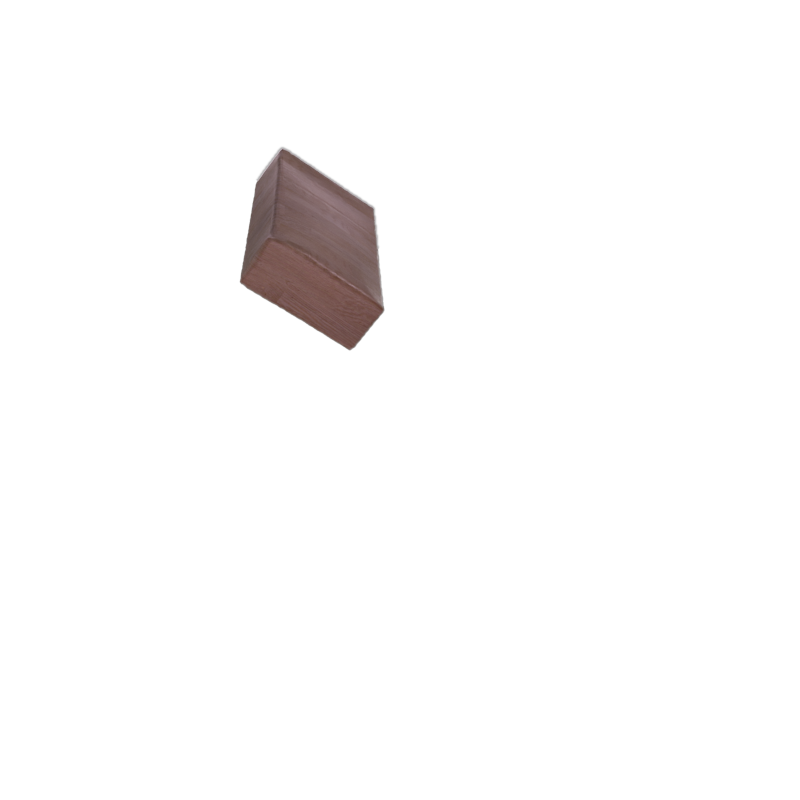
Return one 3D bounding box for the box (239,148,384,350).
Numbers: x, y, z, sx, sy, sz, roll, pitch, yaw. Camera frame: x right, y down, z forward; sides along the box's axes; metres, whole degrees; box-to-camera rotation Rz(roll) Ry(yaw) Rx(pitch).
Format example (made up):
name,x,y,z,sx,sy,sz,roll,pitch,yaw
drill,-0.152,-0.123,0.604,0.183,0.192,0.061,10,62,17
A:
name,x,y,z,sx,sy,sz,roll,pitch,yaw
box,-0.063,-0.114,0.801,0.090,0.047,0.186,31,22,-18
